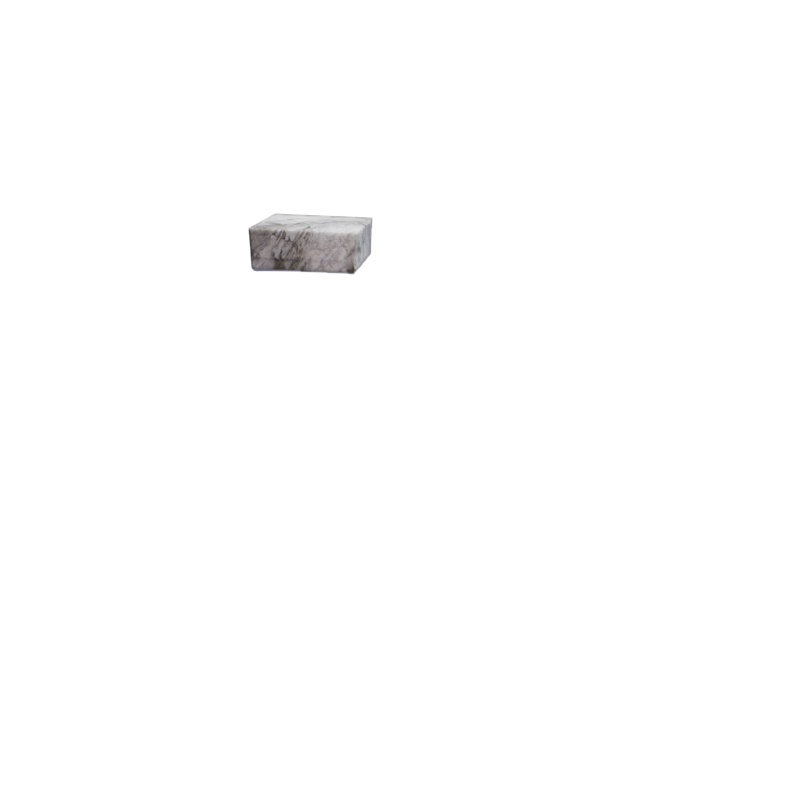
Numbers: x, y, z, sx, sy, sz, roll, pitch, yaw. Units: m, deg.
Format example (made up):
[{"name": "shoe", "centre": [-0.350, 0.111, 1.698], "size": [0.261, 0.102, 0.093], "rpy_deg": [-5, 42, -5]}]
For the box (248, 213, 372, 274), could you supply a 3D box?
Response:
[{"name": "box", "centre": [-0.074, -0.134, 0.940], "size": [0.091, 0.038, 0.116], "rpy_deg": [2, 17, 6]}]
